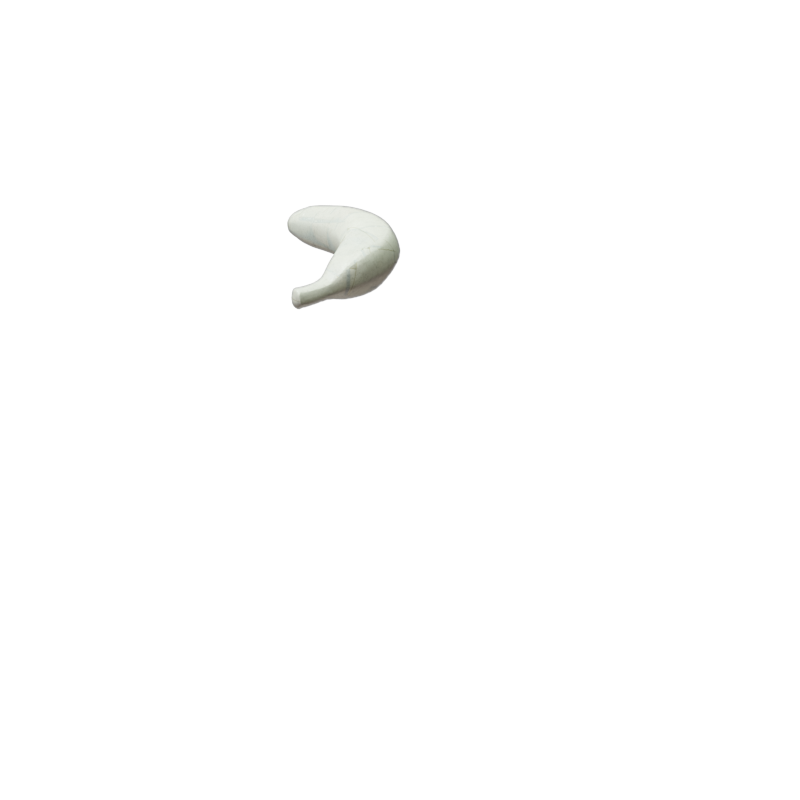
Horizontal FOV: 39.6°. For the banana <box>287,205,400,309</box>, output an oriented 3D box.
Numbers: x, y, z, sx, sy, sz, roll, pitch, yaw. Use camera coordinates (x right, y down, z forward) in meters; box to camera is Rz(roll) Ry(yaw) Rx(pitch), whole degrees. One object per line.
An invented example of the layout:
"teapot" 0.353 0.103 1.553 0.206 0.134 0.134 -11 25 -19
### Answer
"banana" -0.037 -0.101 0.715 0.069 0.035 0.206 -1 19 -5
